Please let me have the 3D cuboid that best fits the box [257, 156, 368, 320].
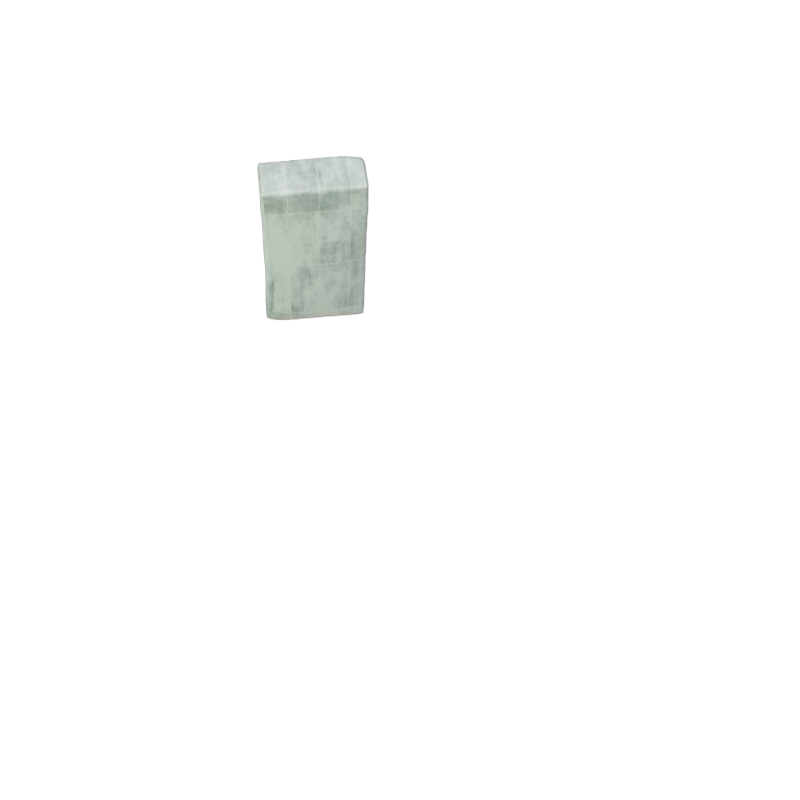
[{"bbox_3d":[-0.077,-0.142,0.991,0.093,0.052,0.164,-4,-38,-6],"label":"box"}]
